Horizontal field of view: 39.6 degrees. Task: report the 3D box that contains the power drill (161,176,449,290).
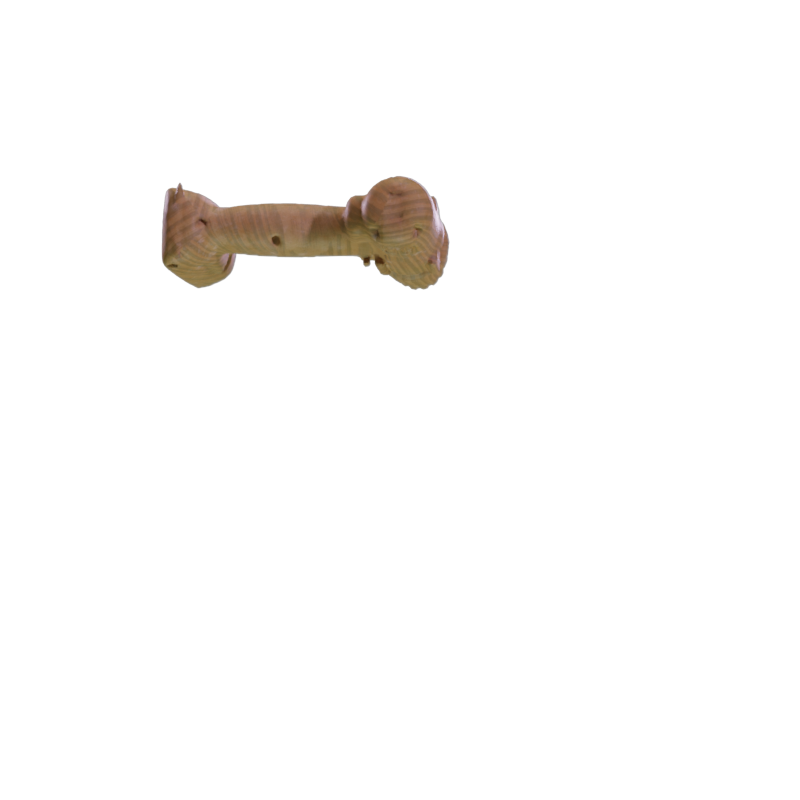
[{"bbox_3d":[-0.061,-0.110,0.774,0.190,0.059,0.177,-1,-8,8],"label":"power drill"}]
